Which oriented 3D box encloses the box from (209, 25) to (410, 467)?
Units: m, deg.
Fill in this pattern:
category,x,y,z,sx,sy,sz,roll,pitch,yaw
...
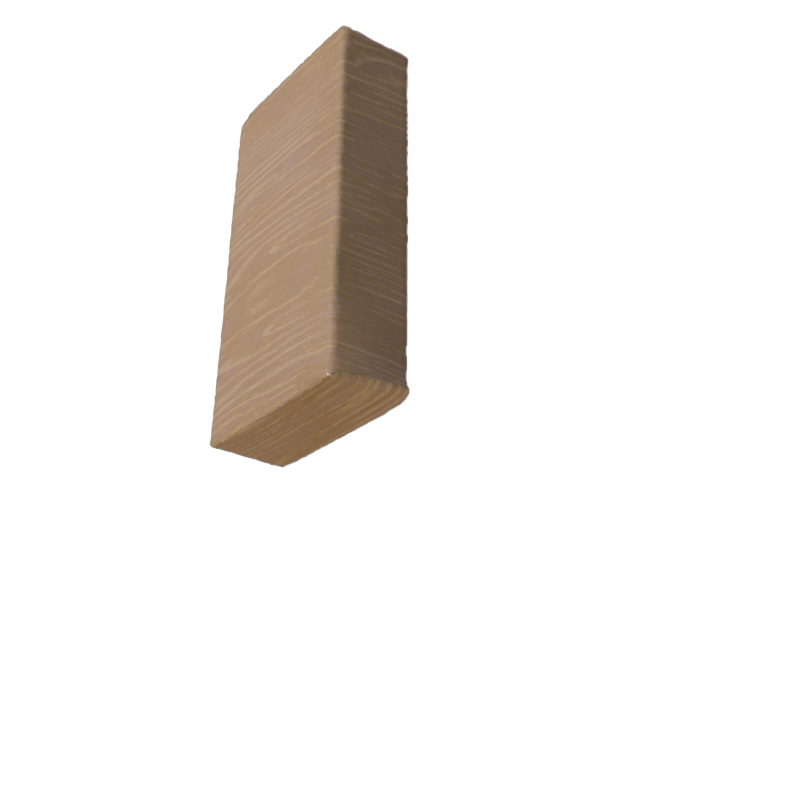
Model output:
category,x,y,z,sx,sy,sz,roll,pitch,yaw
box,-0.039,-0.070,0.492,0.045,0.188,0.092,19,-35,-33
